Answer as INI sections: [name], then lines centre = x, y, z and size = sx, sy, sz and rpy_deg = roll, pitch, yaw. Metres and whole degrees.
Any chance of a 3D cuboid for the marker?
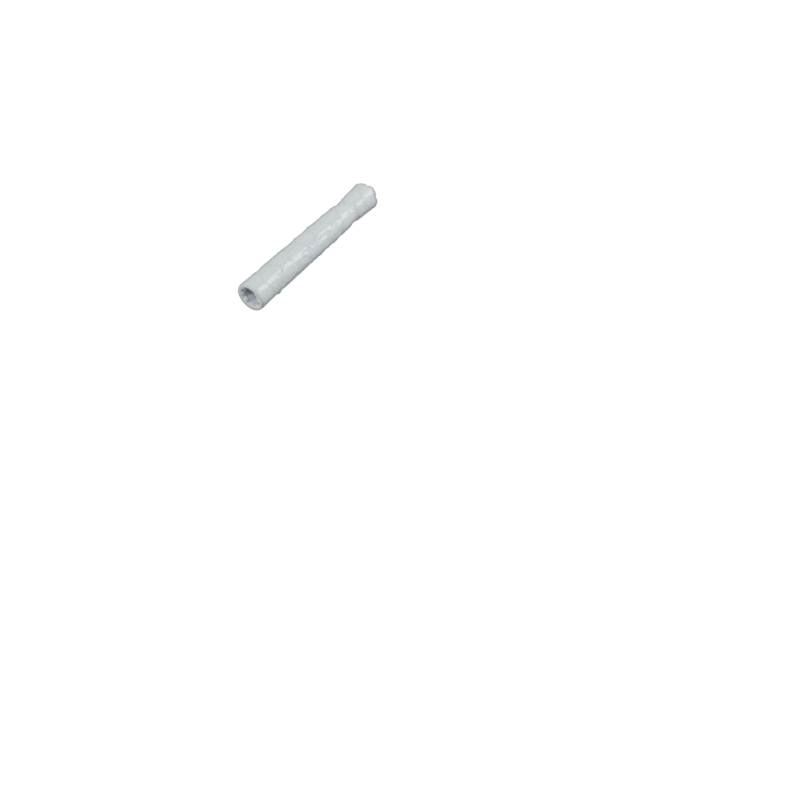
[marker]
centre = -0.053, -0.096, 0.672
size = 0.021, 0.019, 0.123
rpy_deg = 3, 39, 42
